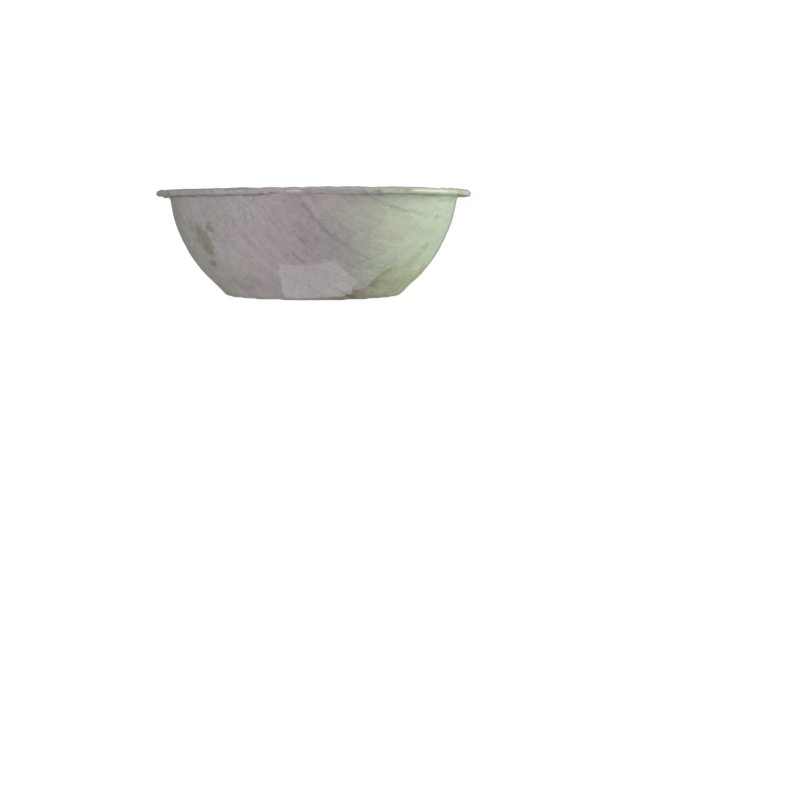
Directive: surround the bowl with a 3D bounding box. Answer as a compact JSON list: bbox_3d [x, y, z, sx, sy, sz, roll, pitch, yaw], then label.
[{"bbox_3d":[-0.045,-0.082,0.575,0.162,0.054,0.164,0,8,-2],"label":"bowl"}]
